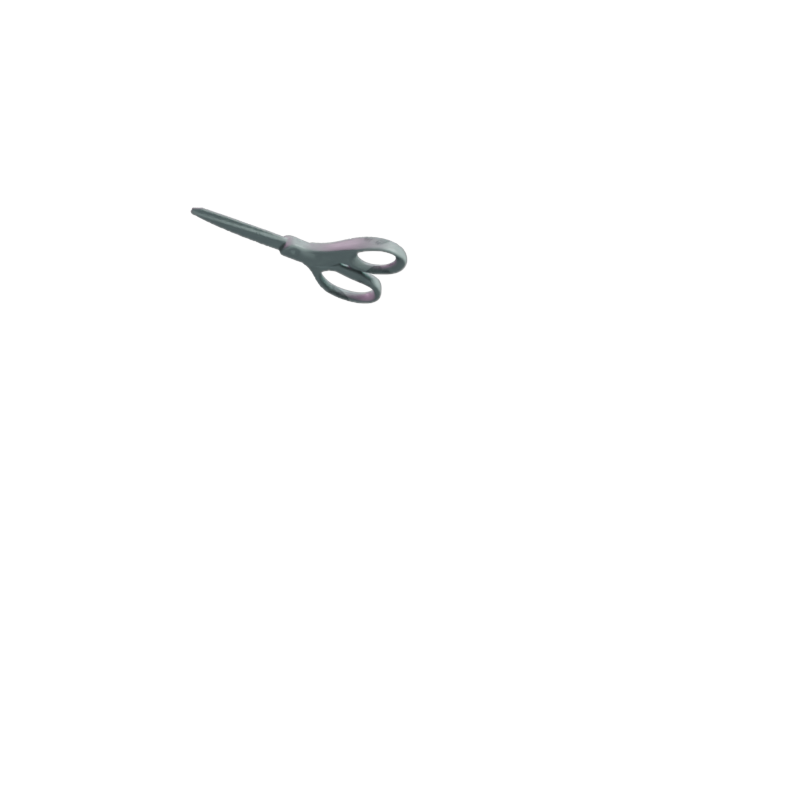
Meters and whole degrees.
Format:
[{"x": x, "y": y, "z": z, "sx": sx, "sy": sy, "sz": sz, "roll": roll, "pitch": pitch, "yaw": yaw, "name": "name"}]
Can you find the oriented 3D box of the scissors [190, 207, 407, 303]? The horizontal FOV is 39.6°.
[{"x": -0.075, "y": -0.137, "z": 0.957, "sx": 0.096, "sy": 0.017, "sz": 0.188, "roll": -25, "pitch": -39, "yaw": 34, "name": "scissors"}]
